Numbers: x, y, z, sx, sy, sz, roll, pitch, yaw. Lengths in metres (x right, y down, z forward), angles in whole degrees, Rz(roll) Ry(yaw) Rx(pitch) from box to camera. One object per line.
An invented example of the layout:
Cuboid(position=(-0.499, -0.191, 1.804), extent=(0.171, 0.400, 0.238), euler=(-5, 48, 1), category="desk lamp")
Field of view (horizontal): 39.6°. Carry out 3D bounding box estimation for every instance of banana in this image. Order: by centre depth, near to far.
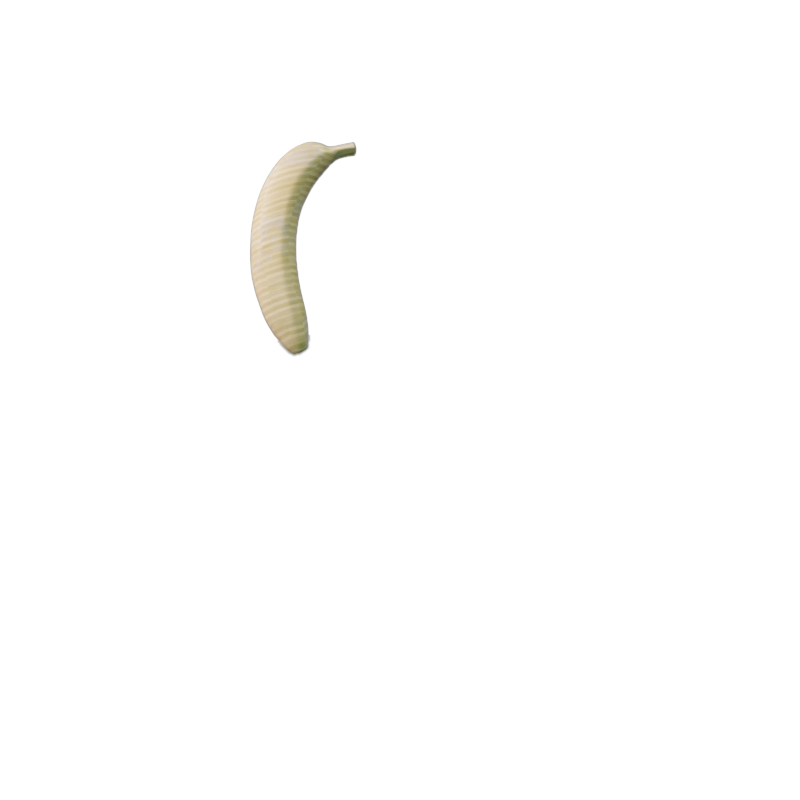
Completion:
Cuboid(position=(-0.088, -0.136, 0.900), extent=(0.070, 0.206, 0.035), euler=(11, -22, 3), category="banana")
